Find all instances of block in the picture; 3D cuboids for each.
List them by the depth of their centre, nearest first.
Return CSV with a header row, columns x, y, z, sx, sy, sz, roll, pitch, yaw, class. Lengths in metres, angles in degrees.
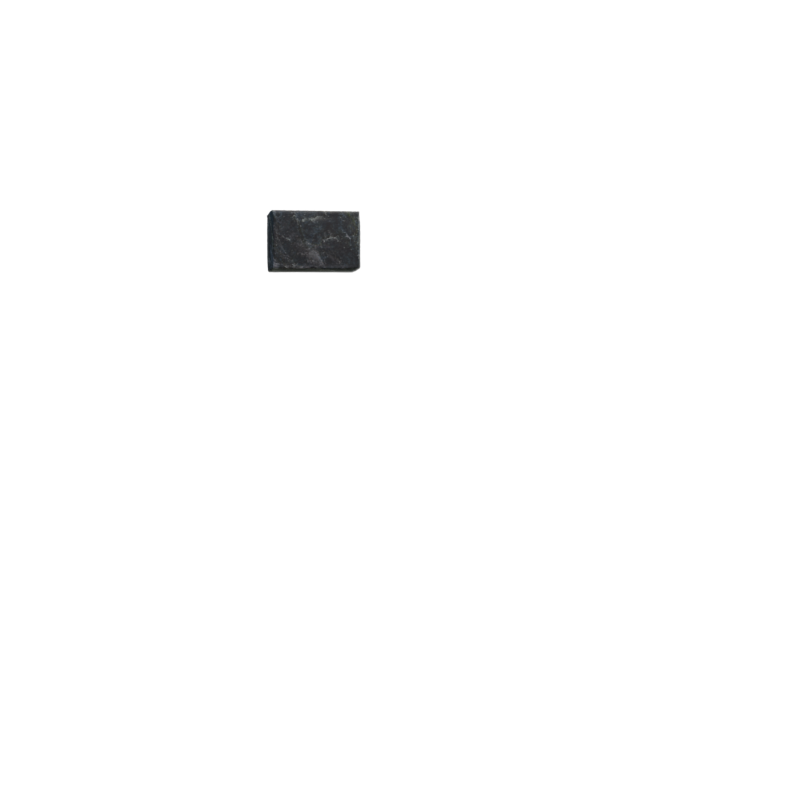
x,y,z,sx,sy,sz,roll,pitch,yaw,class
-0.076,-0.138,0.968,0.077,0.052,0.053,0,-1,-9,block
